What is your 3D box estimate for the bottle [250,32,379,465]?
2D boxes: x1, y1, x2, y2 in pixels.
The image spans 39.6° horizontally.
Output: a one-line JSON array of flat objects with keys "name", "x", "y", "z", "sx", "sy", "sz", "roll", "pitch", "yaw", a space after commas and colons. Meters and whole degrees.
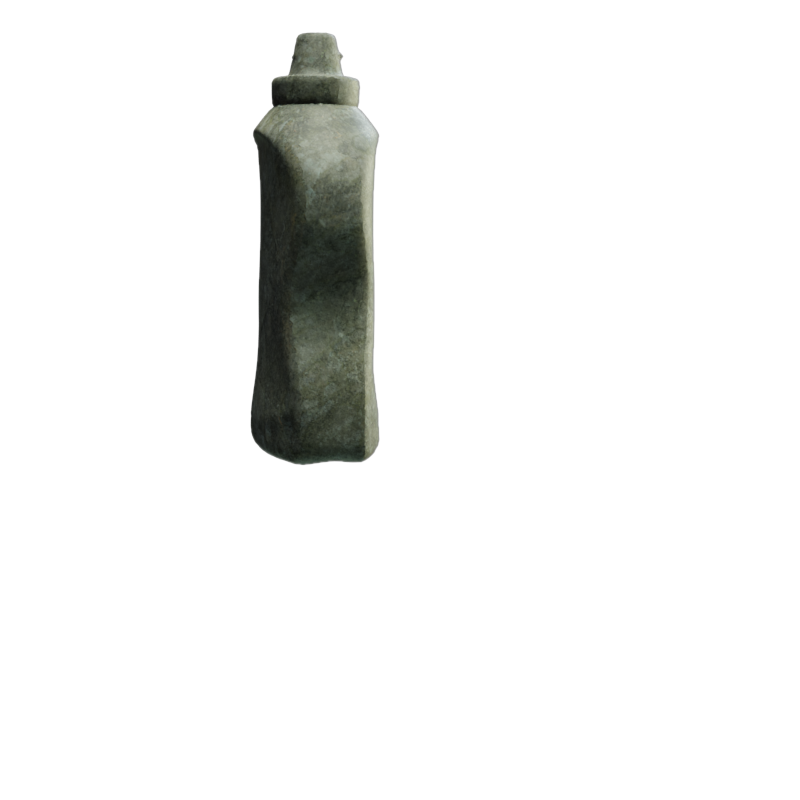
[{"name": "bottle", "x": -0.040, "y": -0.074, "z": 0.516, "sx": 0.057, "sy": 0.190, "sz": 0.098, "roll": 0, "pitch": 4, "yaw": -12}]
